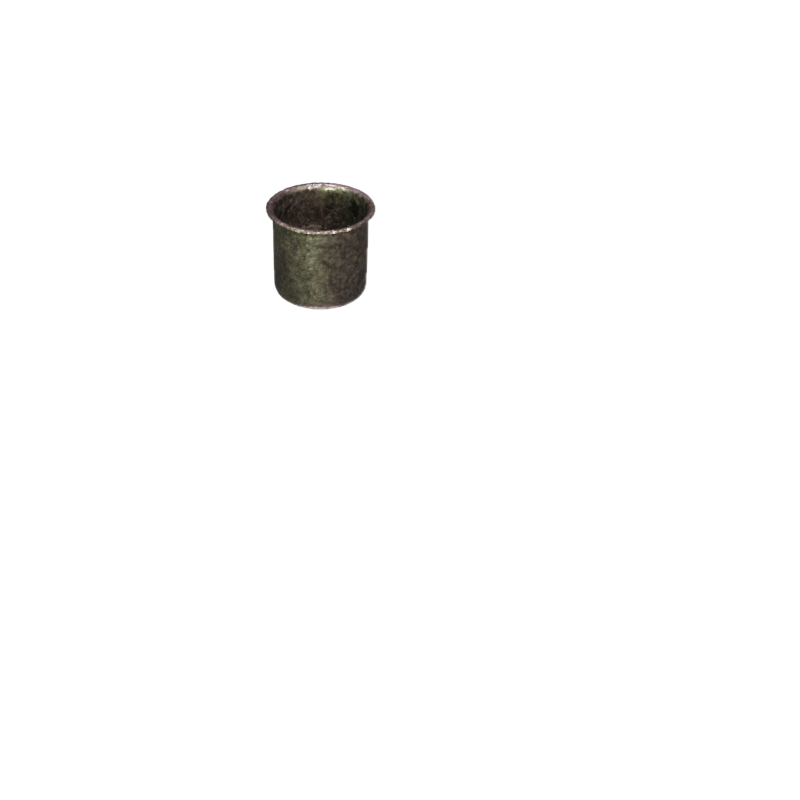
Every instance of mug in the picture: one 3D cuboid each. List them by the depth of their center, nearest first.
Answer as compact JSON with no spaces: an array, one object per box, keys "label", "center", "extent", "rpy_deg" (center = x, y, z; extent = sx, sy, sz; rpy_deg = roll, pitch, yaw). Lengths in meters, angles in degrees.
[{"label":"mug","center":[-0.076,-0.138,0.967],"extent":[0.092,0.076,0.126],"rpy_deg":[-19,39,-28]}]
